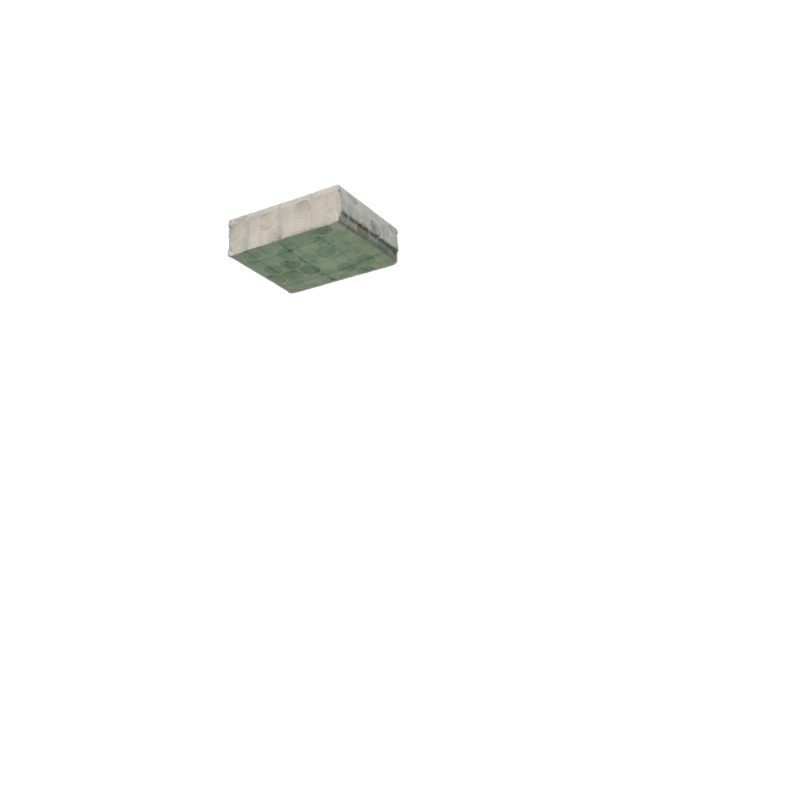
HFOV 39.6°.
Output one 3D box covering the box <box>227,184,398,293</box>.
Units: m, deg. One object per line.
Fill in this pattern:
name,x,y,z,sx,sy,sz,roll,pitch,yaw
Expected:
box,-0.071,-0.130,0.912,0.115,0.041,0.084,-14,-27,30
